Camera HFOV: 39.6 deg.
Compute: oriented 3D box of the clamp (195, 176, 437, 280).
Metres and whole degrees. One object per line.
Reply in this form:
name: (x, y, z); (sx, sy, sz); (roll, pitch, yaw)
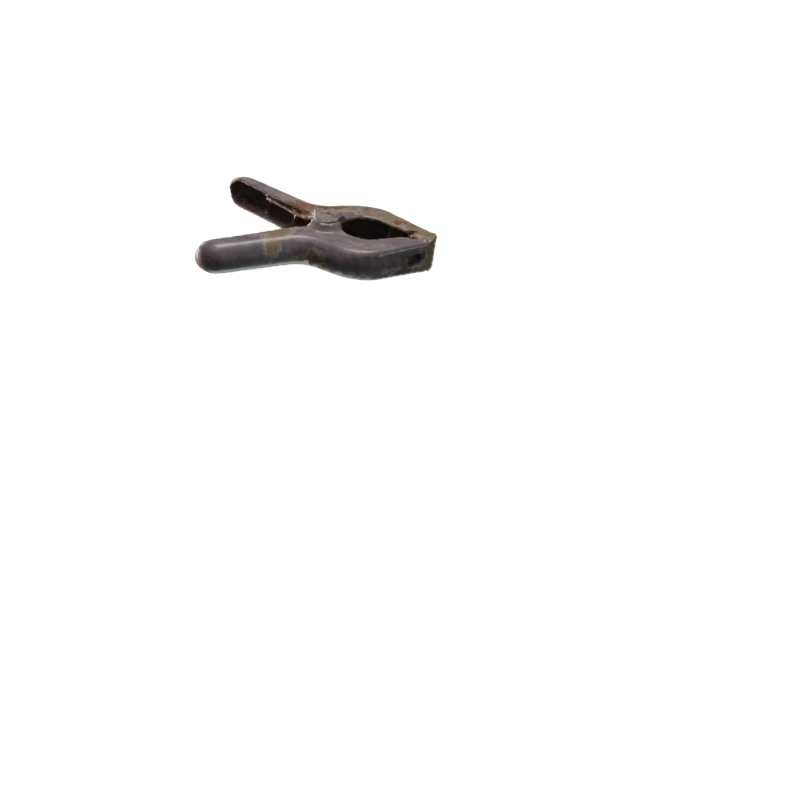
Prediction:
clamp: (-0.063, -0.115, 0.808); (0.176, 0.037, 0.126); (12, 42, 13)
